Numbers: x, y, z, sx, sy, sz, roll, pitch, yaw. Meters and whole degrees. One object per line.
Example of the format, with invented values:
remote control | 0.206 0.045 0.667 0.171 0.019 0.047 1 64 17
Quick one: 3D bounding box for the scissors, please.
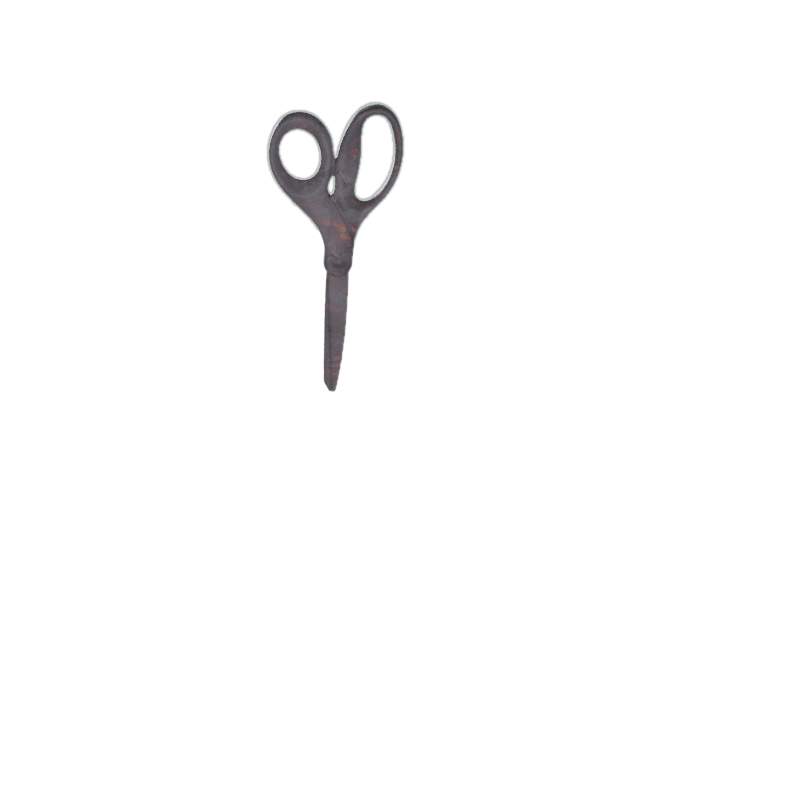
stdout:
scissors | -0.058 -0.105 0.737 0.095 0.195 0.016 18 18 -6
